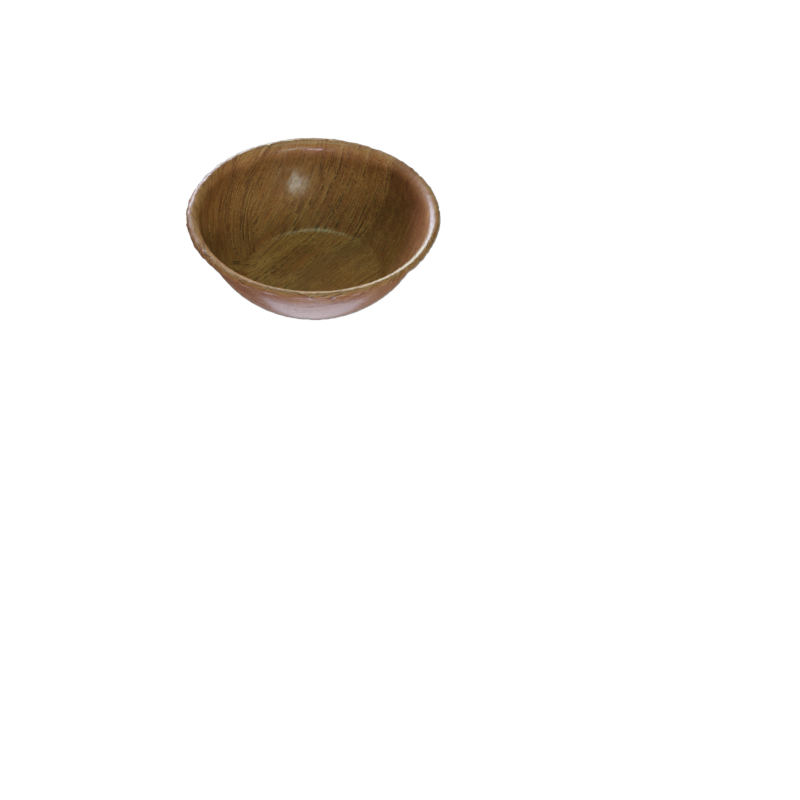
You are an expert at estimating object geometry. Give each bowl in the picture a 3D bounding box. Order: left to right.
[{"bbox_3d":[-0.056,-0.103,0.720,0.162,0.051,0.174,-1,44,-1],"label":"bowl"}]
